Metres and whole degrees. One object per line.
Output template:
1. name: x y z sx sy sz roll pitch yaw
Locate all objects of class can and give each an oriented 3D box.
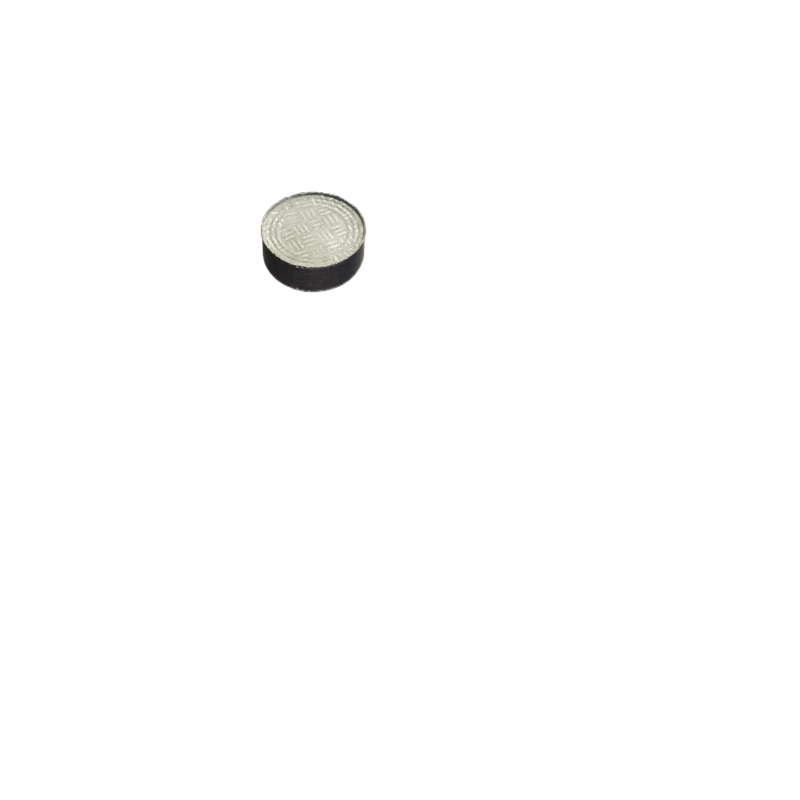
1. can: -0.071 -0.130 0.911 0.086 0.092 0.031 -1 -40 -1
